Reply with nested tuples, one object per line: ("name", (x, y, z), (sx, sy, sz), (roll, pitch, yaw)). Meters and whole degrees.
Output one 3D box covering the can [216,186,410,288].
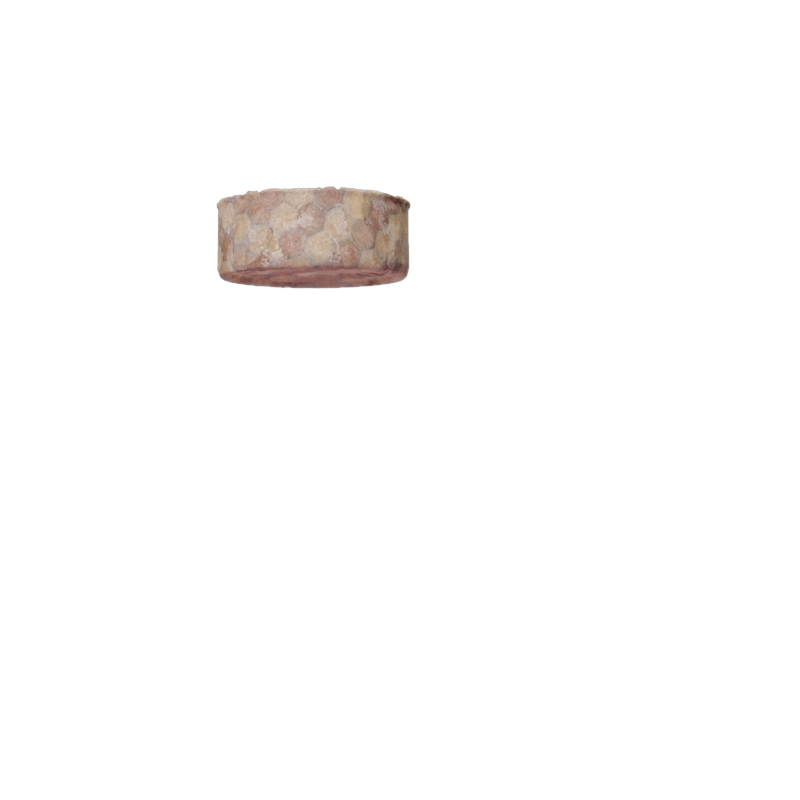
("can", (-0.038, -0.070, 0.490), (0.086, 0.034, 0.085), (0, -1, -2))
